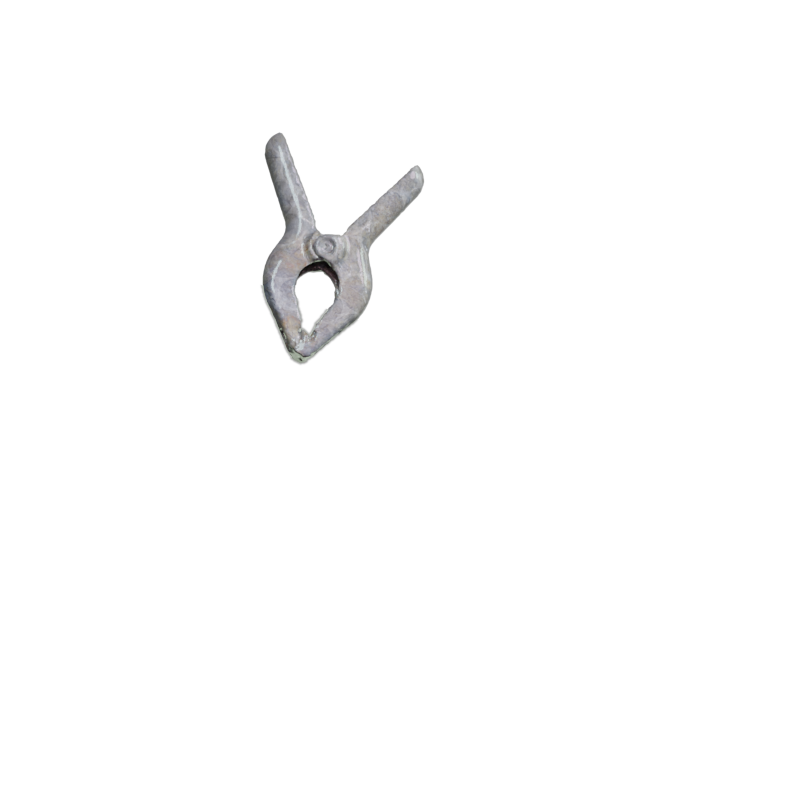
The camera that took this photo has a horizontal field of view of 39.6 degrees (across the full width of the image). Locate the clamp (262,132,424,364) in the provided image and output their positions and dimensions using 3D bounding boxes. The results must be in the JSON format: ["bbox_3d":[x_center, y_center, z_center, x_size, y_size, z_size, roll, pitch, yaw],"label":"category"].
[{"bbox_3d":[-0.063,-0.116,0.809,0.122,0.177,0.037,19,-21,7],"label":"clamp"}]
